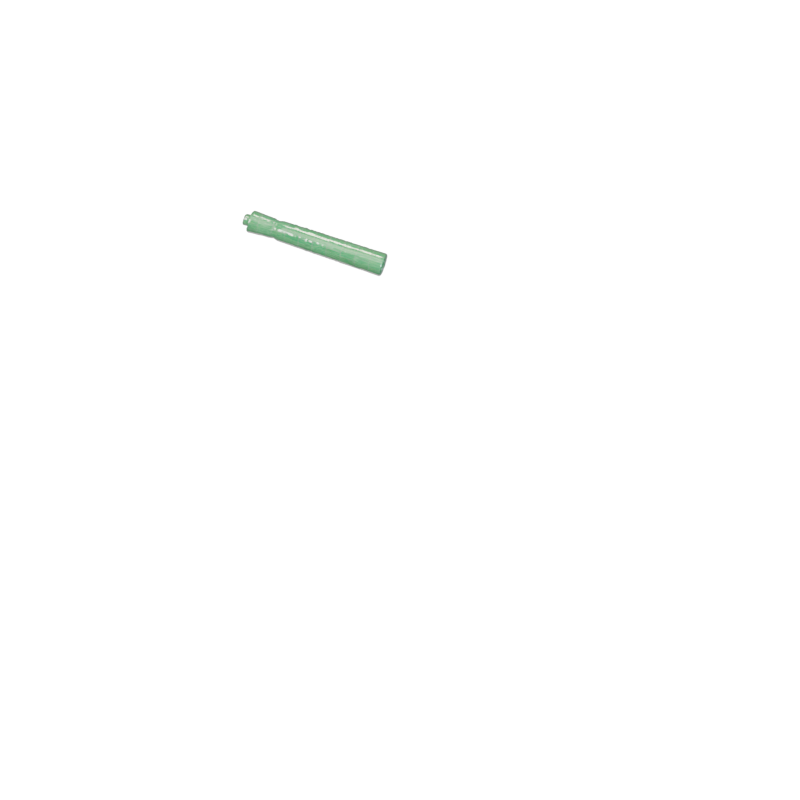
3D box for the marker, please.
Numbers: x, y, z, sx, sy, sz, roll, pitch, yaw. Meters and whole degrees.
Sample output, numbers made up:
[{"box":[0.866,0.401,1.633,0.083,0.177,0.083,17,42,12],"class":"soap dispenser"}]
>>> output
[{"box":[-0.070,-0.128,0.897,0.124,0.020,0.019,20,7,11],"class":"marker"}]
